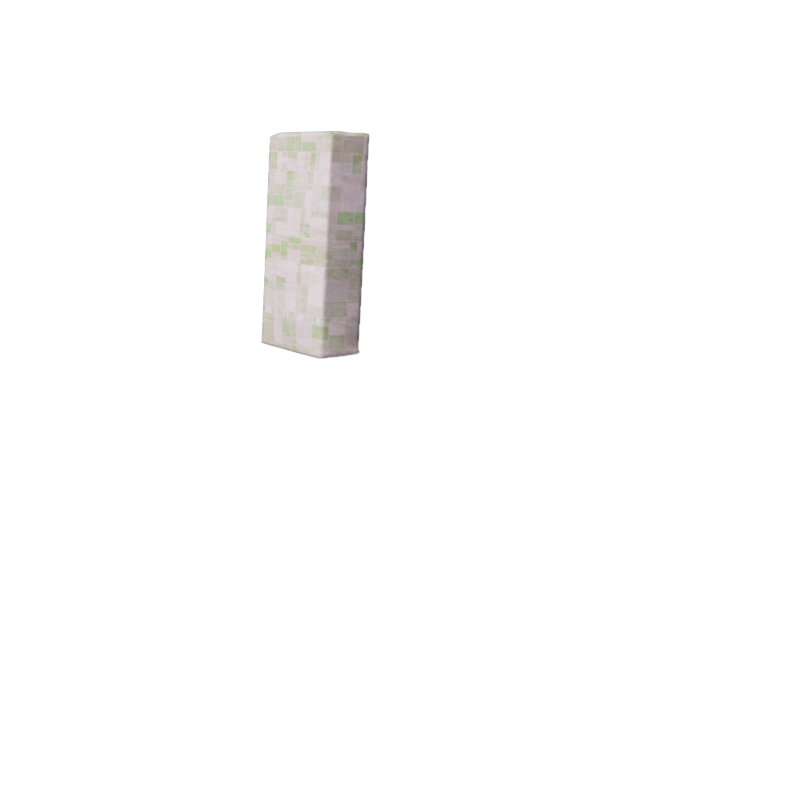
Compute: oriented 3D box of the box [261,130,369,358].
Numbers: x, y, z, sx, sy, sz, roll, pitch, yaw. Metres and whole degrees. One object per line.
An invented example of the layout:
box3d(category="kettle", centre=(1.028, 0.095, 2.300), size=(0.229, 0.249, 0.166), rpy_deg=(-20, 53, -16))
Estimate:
box3d(category="box", centre=(-0.070, -0.128, 0.893), size=(0.046, 0.174, 0.098), rpy_deg=(-3, 6, -36))
